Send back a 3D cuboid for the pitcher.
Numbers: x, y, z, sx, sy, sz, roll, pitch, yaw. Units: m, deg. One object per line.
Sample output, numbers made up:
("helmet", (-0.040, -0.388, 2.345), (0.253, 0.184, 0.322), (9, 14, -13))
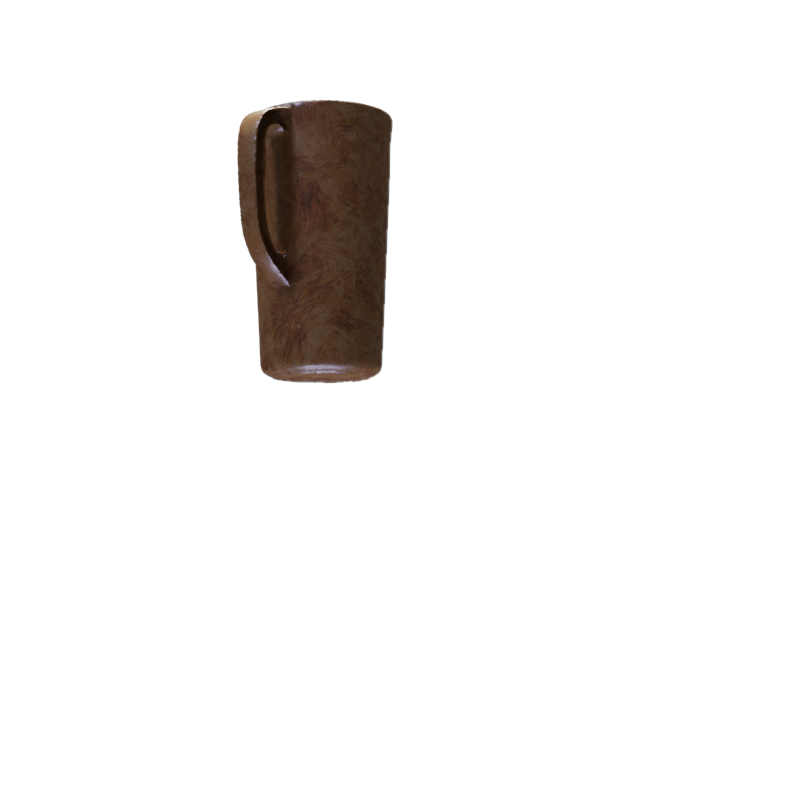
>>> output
("pitcher", (-0.078, -0.142, 0.995), (0.147, 0.250, 0.143), (1, -11, -11))
